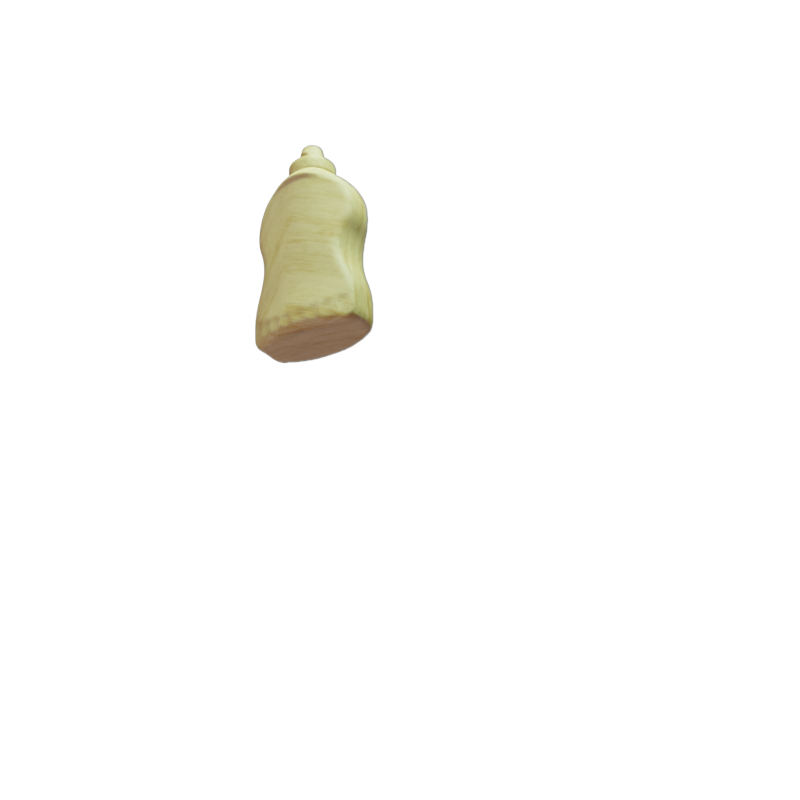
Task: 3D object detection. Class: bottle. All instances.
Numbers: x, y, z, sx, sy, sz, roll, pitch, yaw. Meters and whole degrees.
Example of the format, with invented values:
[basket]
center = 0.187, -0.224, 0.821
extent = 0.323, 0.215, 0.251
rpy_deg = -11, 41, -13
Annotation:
[bottle]
center = -0.072, -0.131, 0.916
extent = 0.097, 0.205, 0.054
rpy_deg = -21, -36, 27
